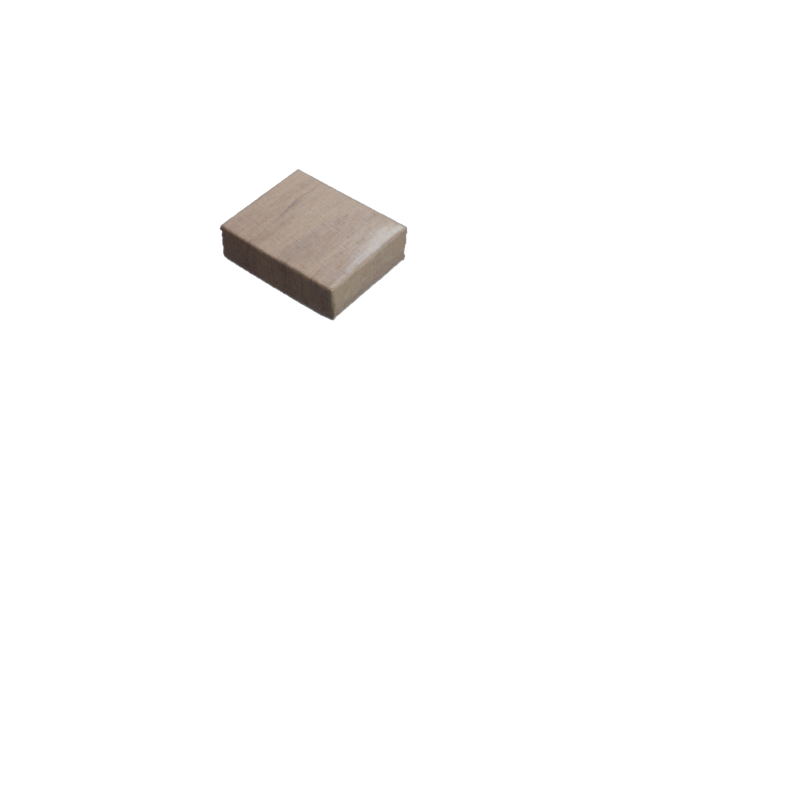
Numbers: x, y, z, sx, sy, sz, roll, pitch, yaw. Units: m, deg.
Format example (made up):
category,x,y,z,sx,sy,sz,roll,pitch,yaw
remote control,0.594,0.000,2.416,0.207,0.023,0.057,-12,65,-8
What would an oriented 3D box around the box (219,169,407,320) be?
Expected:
category,x,y,z,sx,sy,sz,roll,pitch,yaw
box,-0.066,-0.120,0.838,0.120,0.036,0.091,32,55,25
